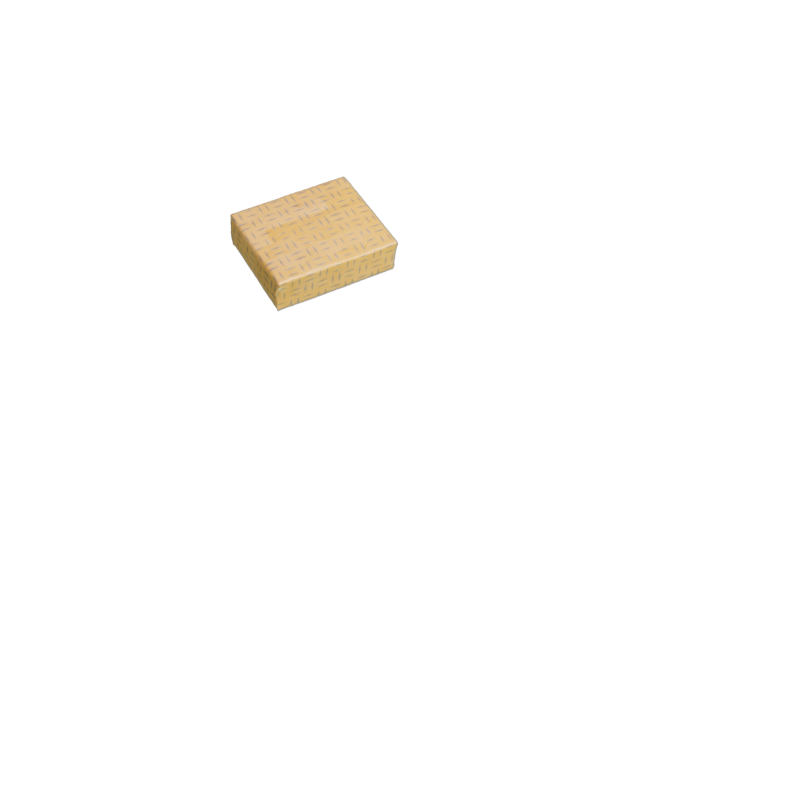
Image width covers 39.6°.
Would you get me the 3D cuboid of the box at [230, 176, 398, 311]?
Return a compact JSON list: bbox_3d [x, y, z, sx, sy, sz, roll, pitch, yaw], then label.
[{"bbox_3d":[-0.072,-0.132,0.921,0.113,0.097,0.036,-24,-37,-19],"label":"box"}]
